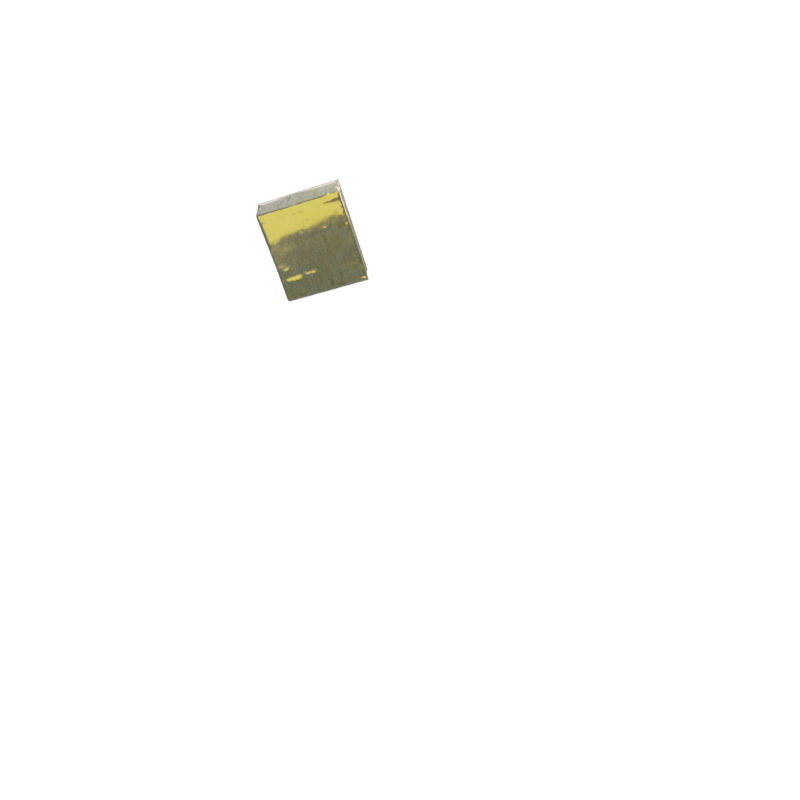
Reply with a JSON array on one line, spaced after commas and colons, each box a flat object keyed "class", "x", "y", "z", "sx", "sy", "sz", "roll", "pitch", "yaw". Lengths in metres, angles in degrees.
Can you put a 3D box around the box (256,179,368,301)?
[{"class": "box", "x": -0.074, "y": -0.135, "z": 0.945, "sx": 0.073, "sy": 0.084, "sz": 0.032, "roll": -16, "pitch": 25, "yaw": 7}]
